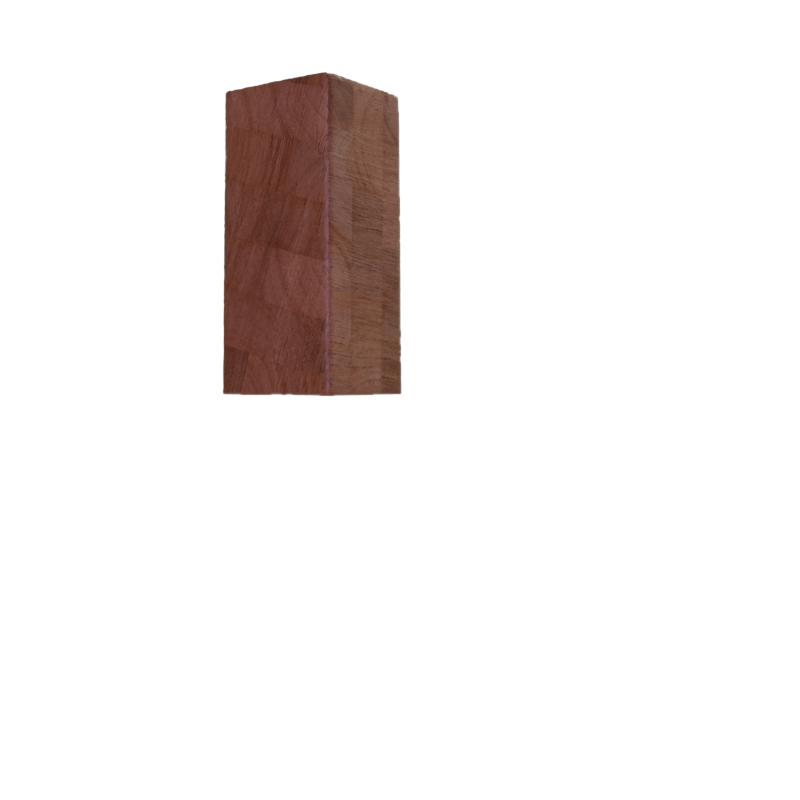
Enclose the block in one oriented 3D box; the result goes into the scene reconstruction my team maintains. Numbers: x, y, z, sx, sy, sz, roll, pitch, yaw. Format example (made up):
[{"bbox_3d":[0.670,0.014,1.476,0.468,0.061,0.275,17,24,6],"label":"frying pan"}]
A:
[{"bbox_3d":[-0.059,-0.108,0.755,0.093,0.209,0.086,-4,-7,35],"label":"block"}]
